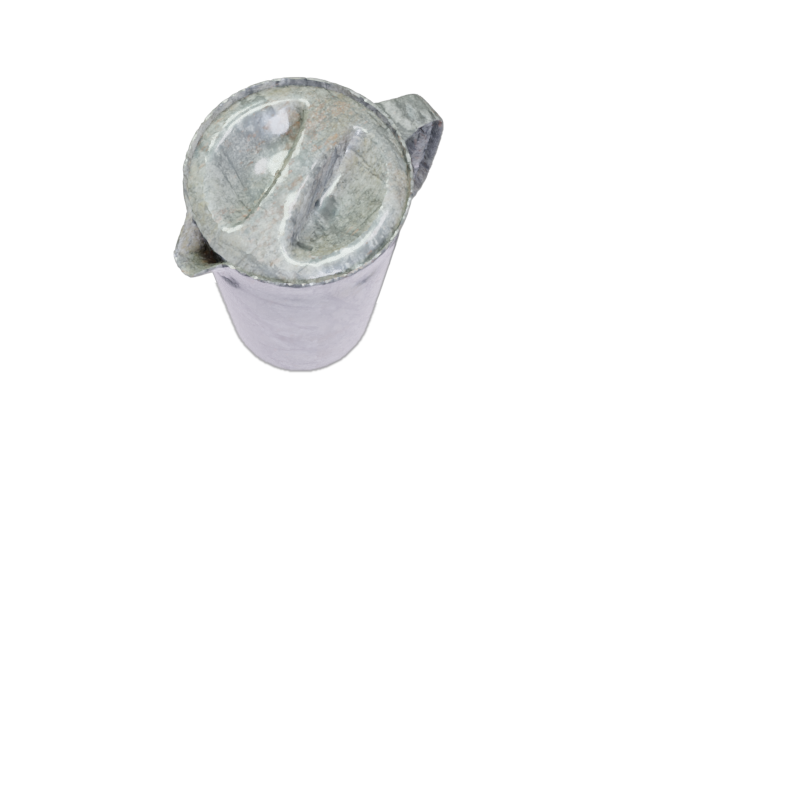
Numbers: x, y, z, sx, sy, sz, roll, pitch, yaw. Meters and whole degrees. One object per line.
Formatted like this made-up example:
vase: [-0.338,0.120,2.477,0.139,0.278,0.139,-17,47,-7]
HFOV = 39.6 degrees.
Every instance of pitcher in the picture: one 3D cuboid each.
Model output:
pitcher: [-0.058,-0.106,0.744,0.149,0.151,0.233,8,-16,-1]
